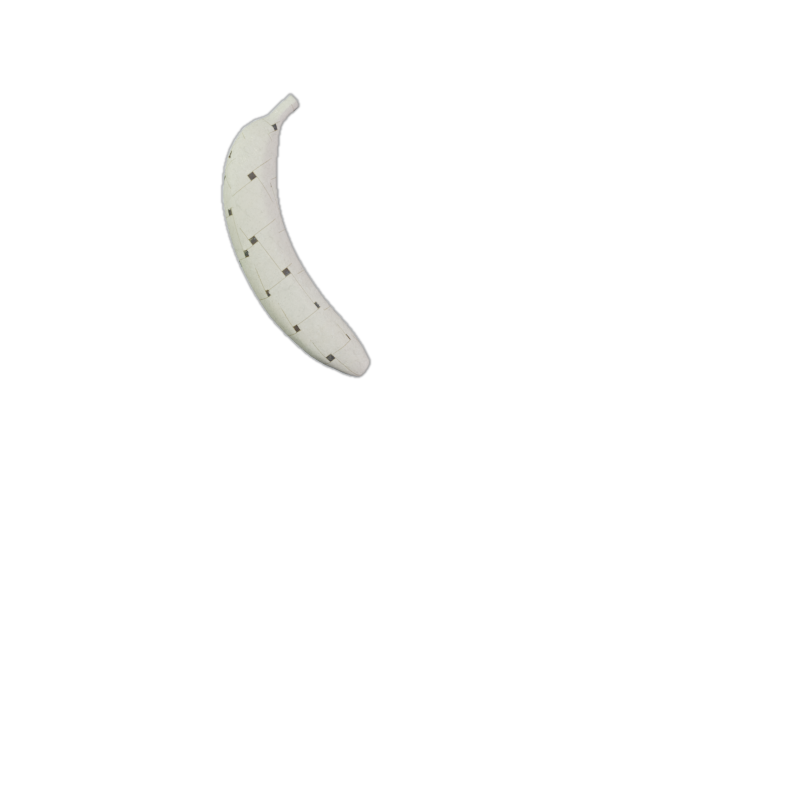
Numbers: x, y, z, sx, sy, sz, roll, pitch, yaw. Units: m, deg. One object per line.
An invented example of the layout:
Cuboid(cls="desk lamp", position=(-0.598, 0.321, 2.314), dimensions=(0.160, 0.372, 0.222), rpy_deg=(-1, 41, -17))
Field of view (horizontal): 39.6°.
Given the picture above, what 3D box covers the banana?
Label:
Cuboid(cls="banana", position=(-0.077, -0.105, 0.742), dimensions=(0.069, 0.200, 0.036), rpy_deg=(-15, -3, -2))
